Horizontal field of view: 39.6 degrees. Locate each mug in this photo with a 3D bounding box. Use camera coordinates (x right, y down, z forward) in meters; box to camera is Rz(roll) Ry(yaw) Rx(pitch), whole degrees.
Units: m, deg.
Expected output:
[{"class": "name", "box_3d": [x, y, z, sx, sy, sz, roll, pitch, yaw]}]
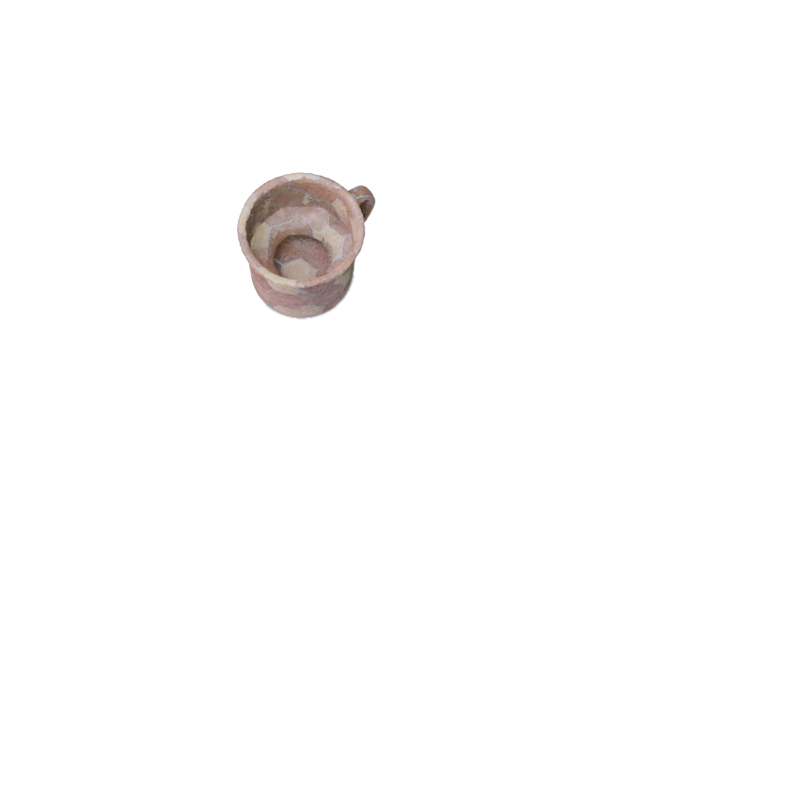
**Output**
[{"class": "mug", "box_3d": [-0.066, -0.121, 0.846, 0.118, 0.097, 0.077, -42, -15, -16]}]
